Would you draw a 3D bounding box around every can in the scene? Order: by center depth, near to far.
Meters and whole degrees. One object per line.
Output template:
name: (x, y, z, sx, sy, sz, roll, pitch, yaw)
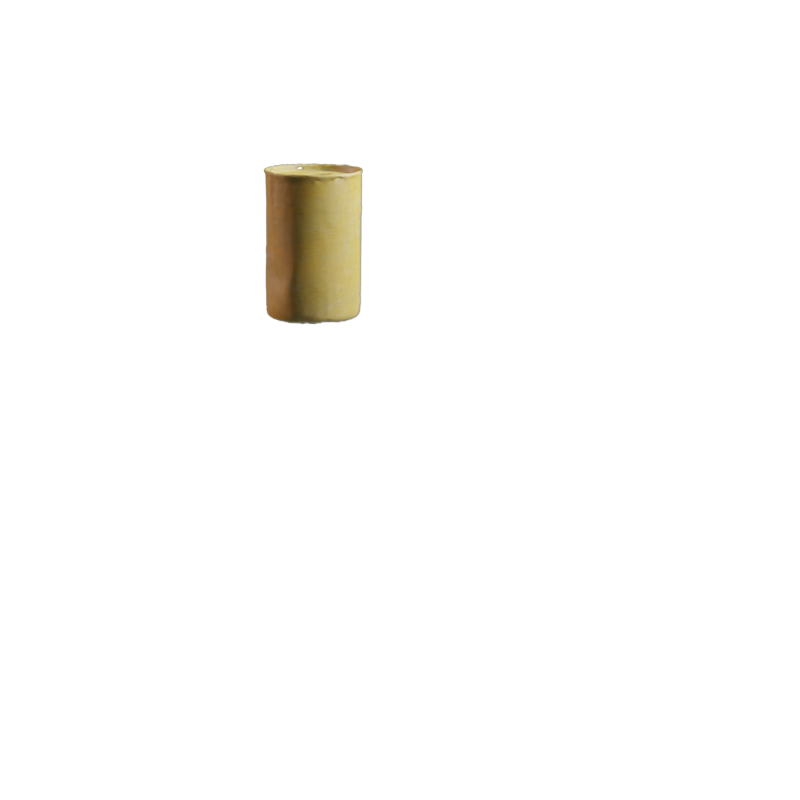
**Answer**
can: (-0.060, -0.109, 0.767, 0.068, 0.099, 0.071, 0, 13, -2)
